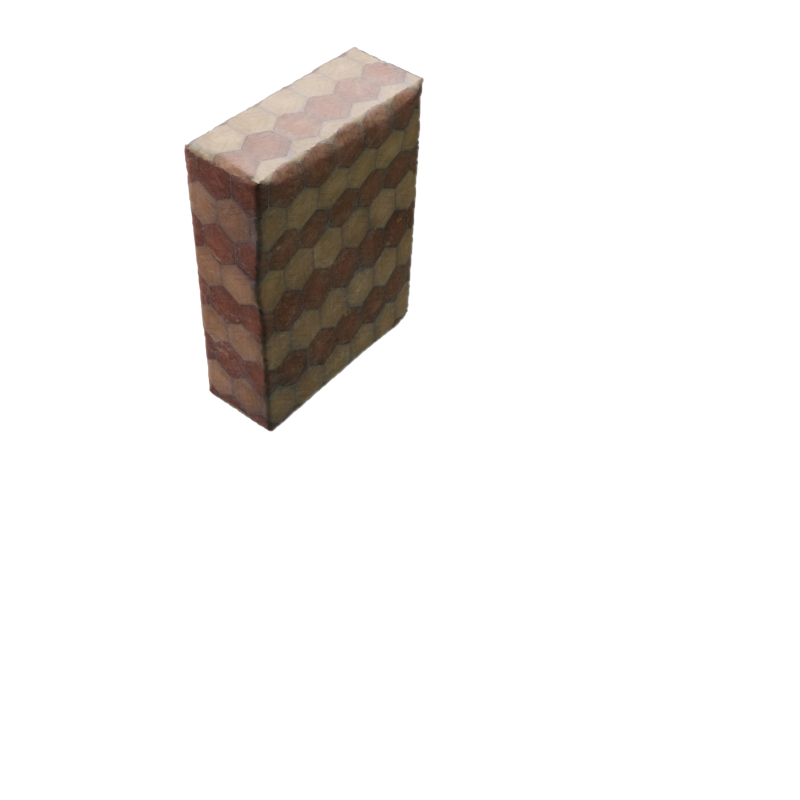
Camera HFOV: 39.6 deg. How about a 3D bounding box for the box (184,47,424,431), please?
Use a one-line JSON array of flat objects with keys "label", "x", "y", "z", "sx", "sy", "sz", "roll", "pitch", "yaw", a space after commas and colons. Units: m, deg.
[{"label": "box", "x": -0.060, "y": -0.109, "z": 0.760, "sx": 0.076, "sy": 0.199, "sz": 0.166, "roll": 29, "pitch": 49, "yaw": 25}]
